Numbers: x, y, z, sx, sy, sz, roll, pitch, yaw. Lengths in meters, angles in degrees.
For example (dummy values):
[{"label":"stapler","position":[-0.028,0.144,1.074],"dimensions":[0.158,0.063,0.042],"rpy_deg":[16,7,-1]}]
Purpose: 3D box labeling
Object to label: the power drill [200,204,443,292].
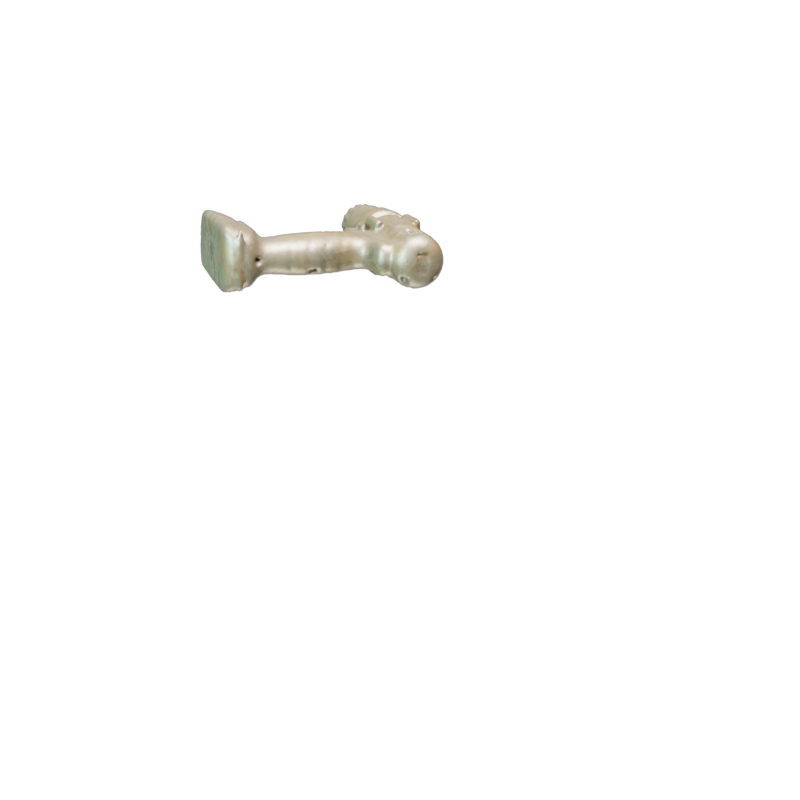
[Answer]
[{"label":"power drill","position":[-0.075,-0.137,0.963],"dimensions":[0.184,0.055,0.194],"rpy_deg":[-5,19,-16]}]
